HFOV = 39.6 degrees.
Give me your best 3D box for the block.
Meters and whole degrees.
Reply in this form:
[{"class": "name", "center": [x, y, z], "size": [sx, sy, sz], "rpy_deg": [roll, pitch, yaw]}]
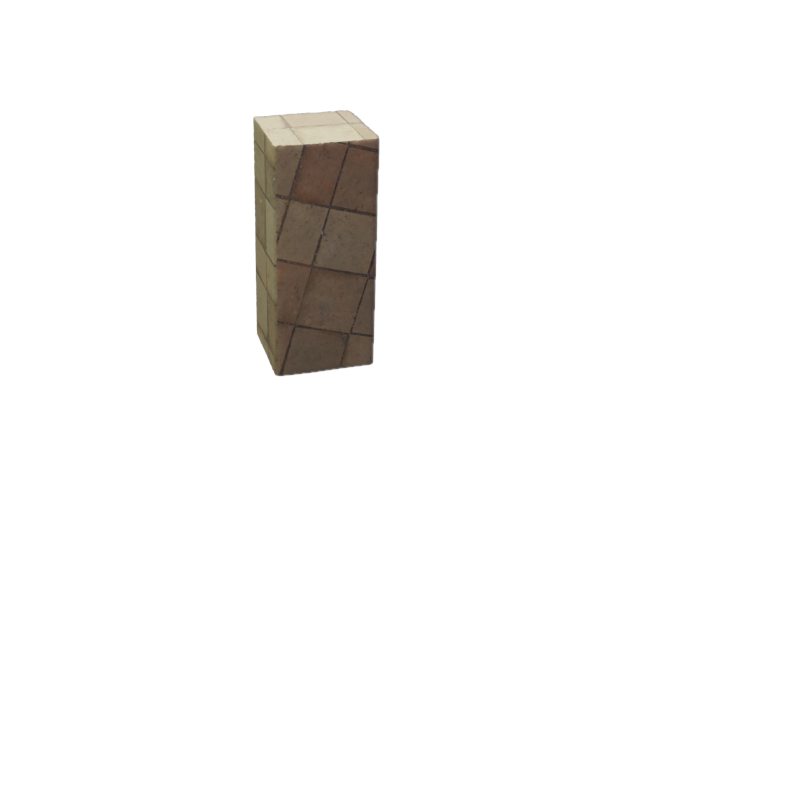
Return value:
[{"class": "block", "center": [-0.074, -0.136, 0.956], "size": [0.089, 0.196, 0.097], "rpy_deg": [-6, 25, -16]}]
